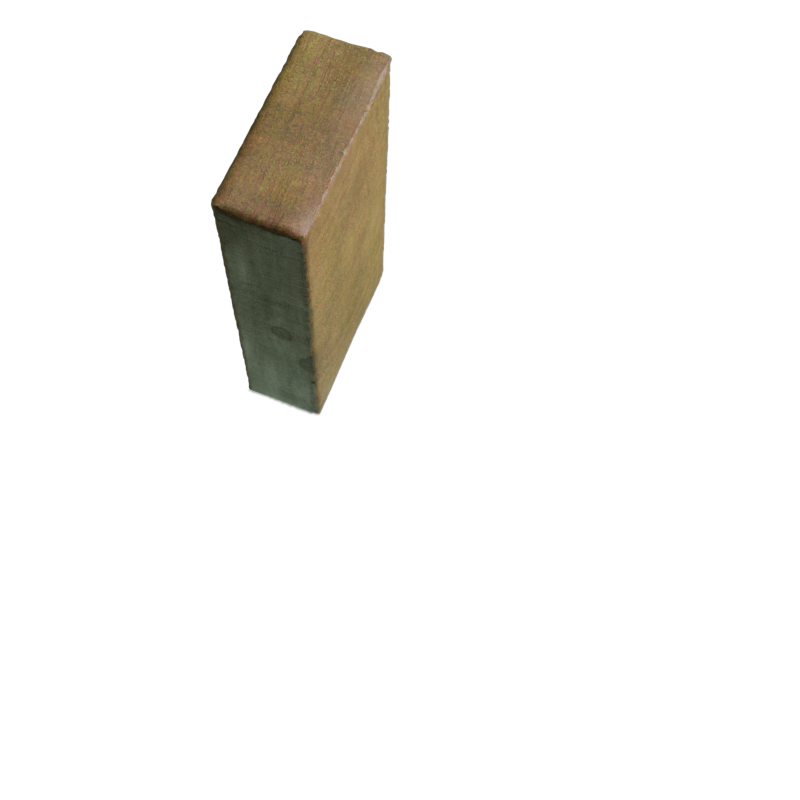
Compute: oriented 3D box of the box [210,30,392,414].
[{"bbox_3d":[-0.039,-0.071,0.496,0.049,0.097,0.167,20,-23,4],"label":"box"}]
